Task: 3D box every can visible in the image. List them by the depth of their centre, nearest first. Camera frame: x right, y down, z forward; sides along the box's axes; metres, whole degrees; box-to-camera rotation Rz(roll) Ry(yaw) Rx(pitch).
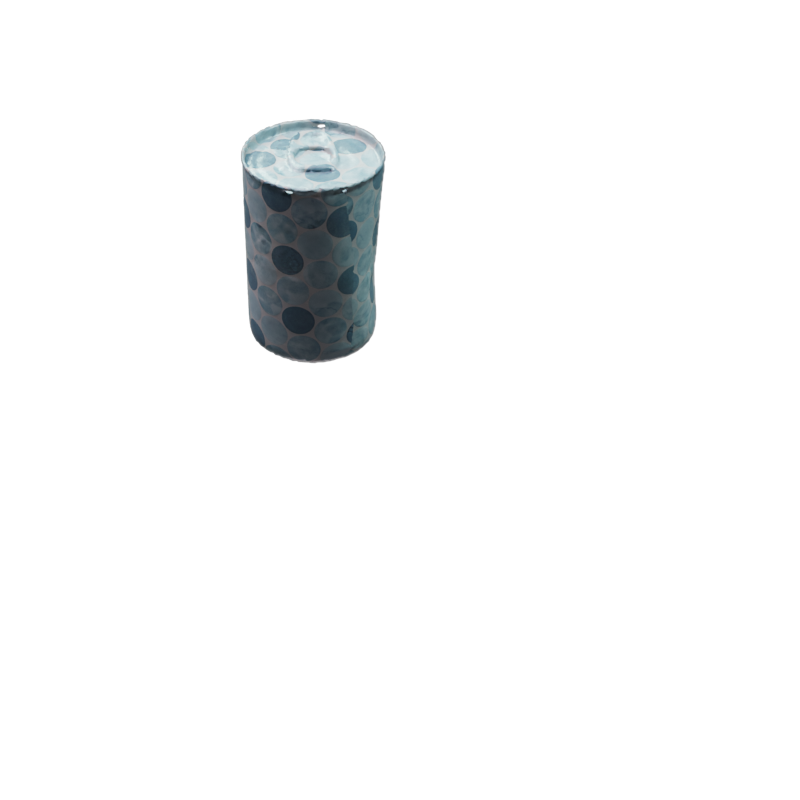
[{"bbox_3d":[-0.043,-0.078,0.547,0.068,0.095,0.073,0,38,-3],"label":"can"}]
